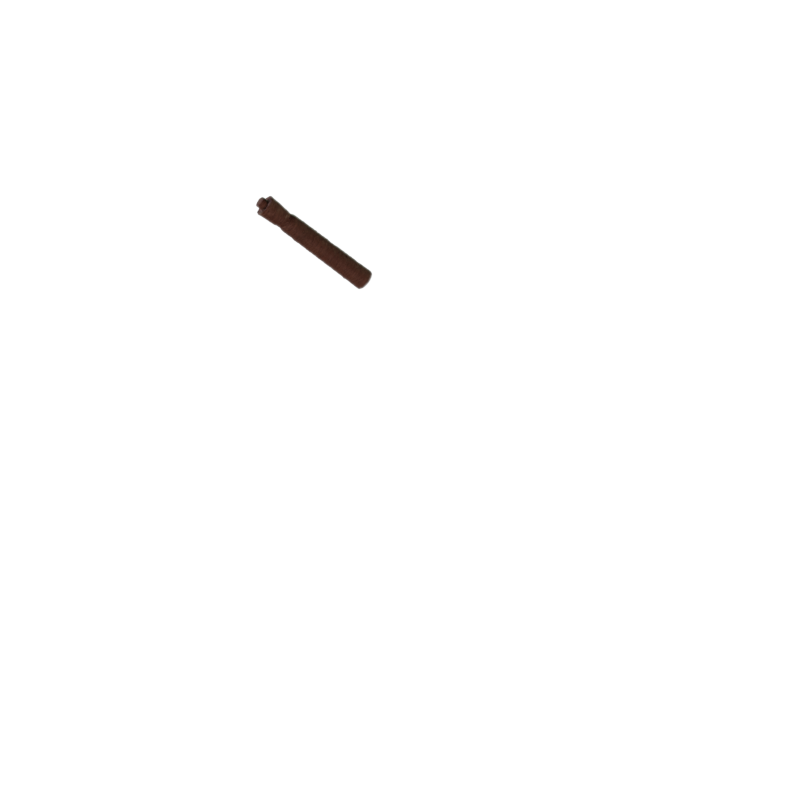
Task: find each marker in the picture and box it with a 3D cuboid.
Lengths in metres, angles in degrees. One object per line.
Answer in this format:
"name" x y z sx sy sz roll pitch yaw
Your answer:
"marker" -0.074 -0.135 0.944 0.115 0.020 0.020 35 -13 -23
